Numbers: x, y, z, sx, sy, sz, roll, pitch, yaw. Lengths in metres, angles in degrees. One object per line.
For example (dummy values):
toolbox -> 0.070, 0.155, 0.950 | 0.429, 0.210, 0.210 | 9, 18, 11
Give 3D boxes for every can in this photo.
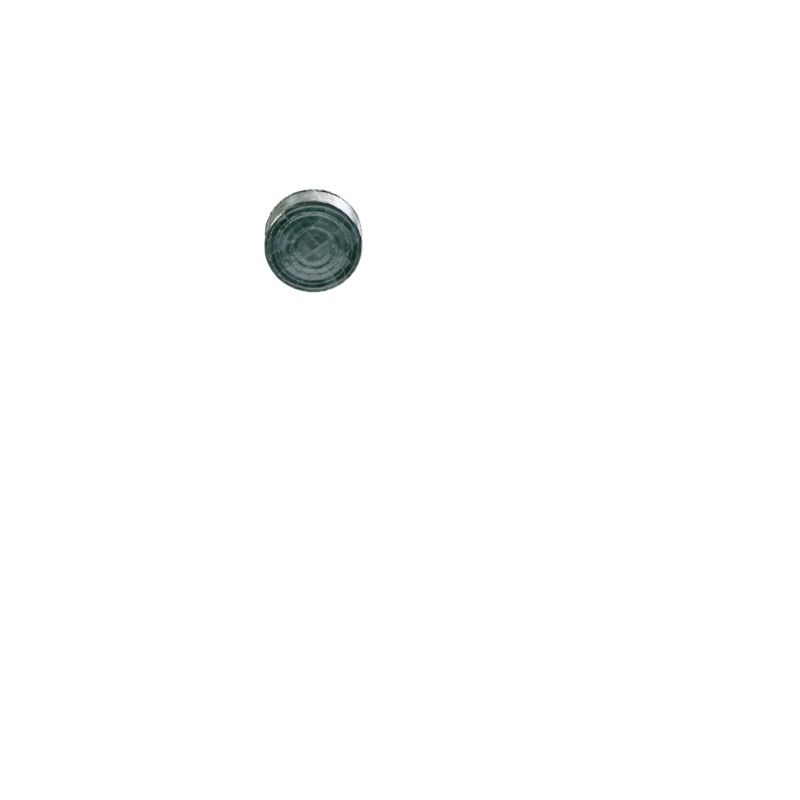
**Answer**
can -> -0.075, -0.137, 0.960 | 0.086, 0.081, 0.035 | 1, 25, -1
